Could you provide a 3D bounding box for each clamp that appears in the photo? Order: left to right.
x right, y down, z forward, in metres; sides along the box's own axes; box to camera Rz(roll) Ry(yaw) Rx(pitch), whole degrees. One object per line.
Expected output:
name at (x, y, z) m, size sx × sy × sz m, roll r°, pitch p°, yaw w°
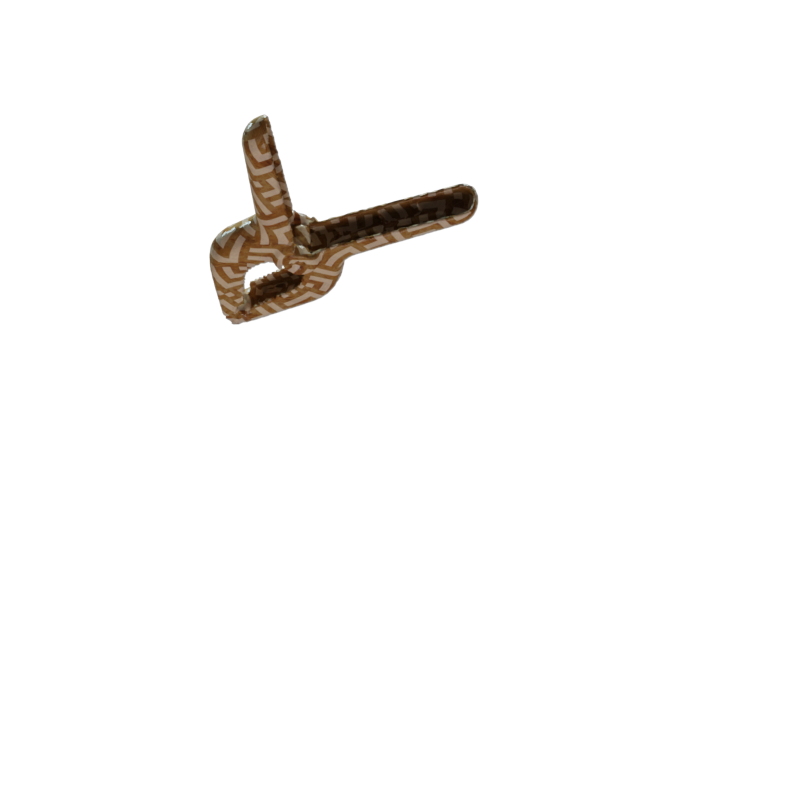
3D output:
clamp at (-0.059, -0.107, 0.751) m, size 0.159 × 0.039 × 0.204 m, roll 12°, pitch -30°, yaw -22°
